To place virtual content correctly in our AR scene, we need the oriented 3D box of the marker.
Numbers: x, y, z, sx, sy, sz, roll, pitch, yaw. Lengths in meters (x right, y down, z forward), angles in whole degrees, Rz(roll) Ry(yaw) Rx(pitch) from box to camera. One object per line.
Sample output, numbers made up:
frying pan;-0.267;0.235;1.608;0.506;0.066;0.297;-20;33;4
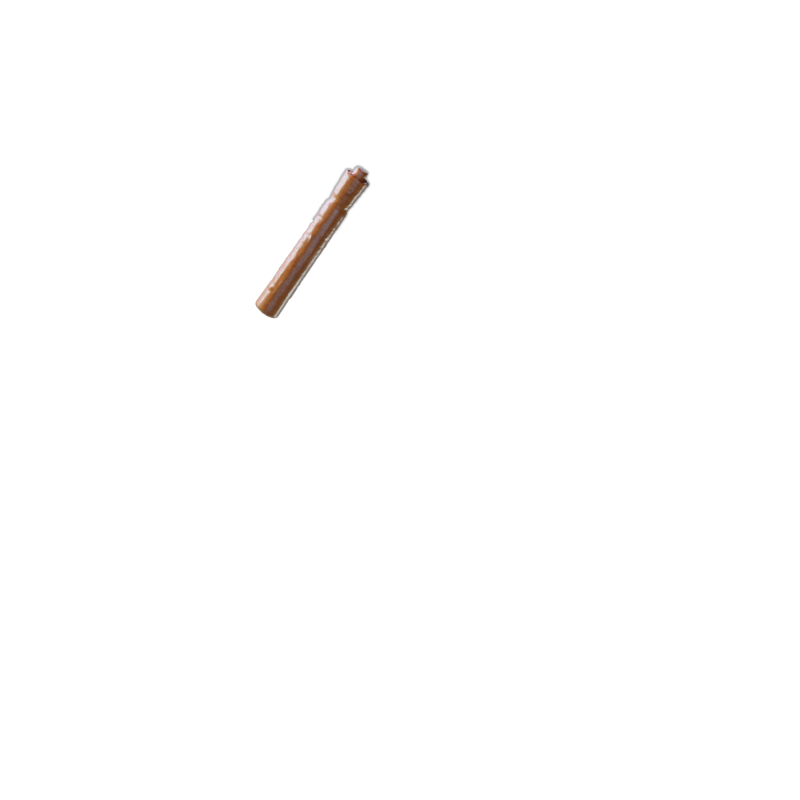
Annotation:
marker;-0.059;-0.107;0.751;0.019;0.118;0.021;32;18;-16
